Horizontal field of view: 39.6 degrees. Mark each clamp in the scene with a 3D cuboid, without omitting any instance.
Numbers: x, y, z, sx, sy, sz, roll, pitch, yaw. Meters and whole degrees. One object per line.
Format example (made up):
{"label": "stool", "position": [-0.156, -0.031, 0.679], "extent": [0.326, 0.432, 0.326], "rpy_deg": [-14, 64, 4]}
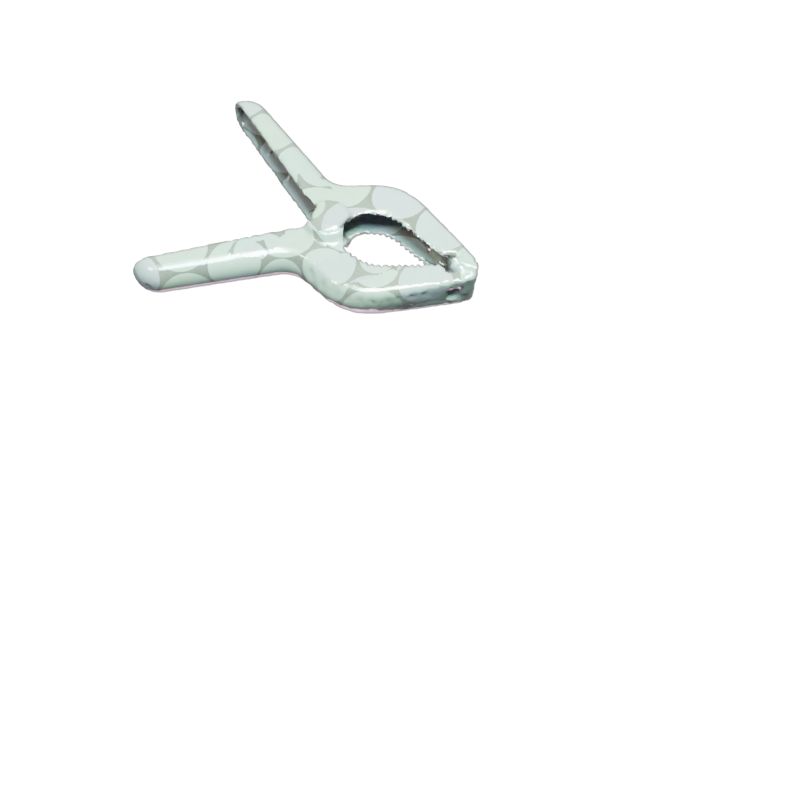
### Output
{"label": "clamp", "position": [-0.056, -0.102, 0.716], "extent": [0.217, 0.170, 0.034], "rpy_deg": [25, -29, 15]}
